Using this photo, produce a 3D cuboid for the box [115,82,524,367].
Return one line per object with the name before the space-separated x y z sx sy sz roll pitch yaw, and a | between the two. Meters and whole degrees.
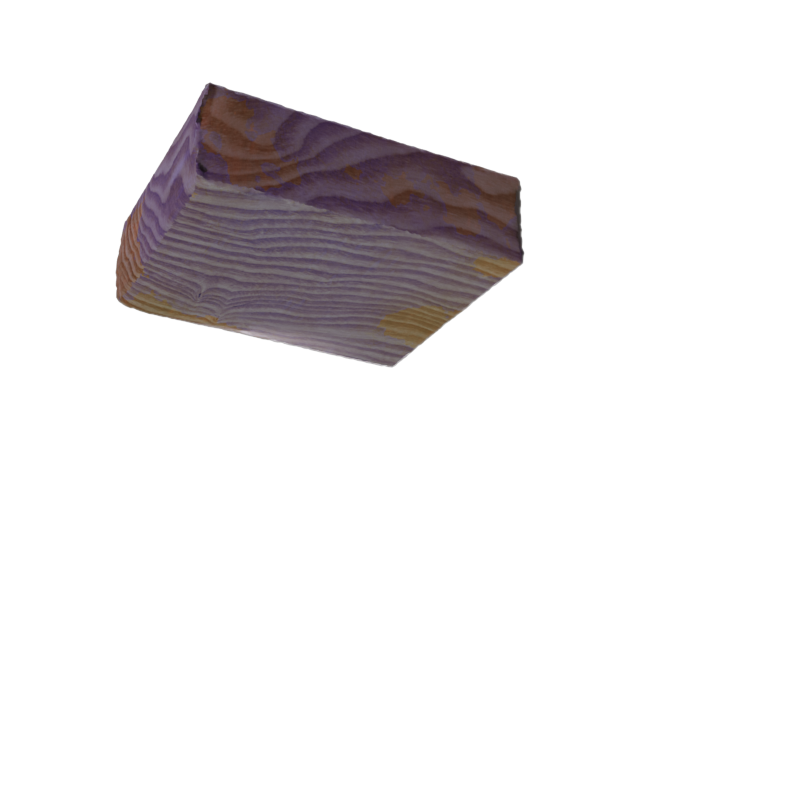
box | -0.029 -0.053 0.373 0.109 0.041 0.088 12 -28 -23
